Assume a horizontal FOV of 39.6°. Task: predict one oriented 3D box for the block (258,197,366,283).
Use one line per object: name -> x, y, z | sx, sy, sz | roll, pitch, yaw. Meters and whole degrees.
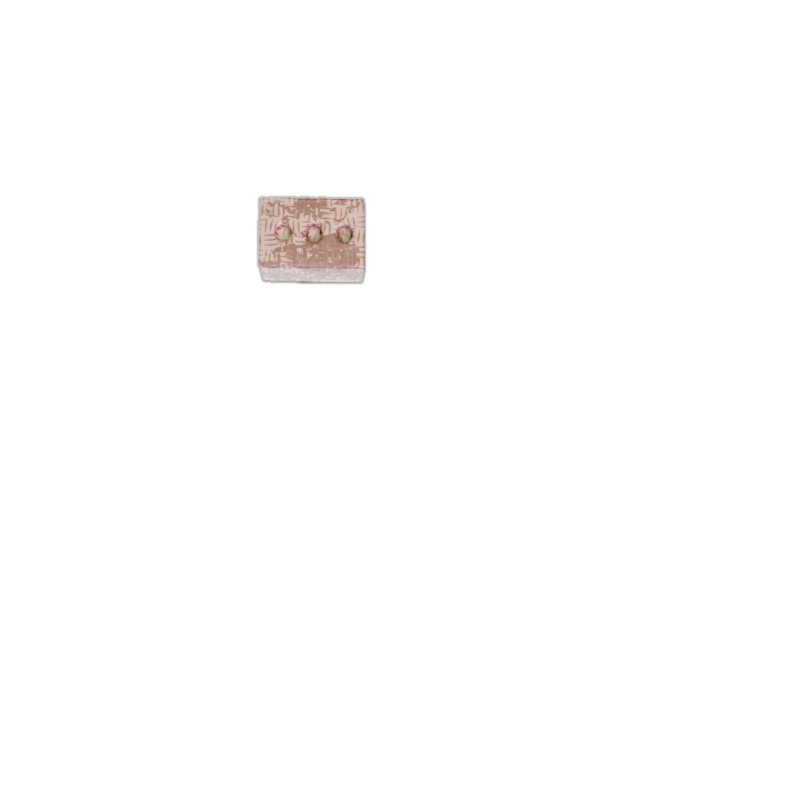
block -> -0.063, -0.116, 0.809 | 0.078, 0.054, 0.050 | 0, -12, -1
